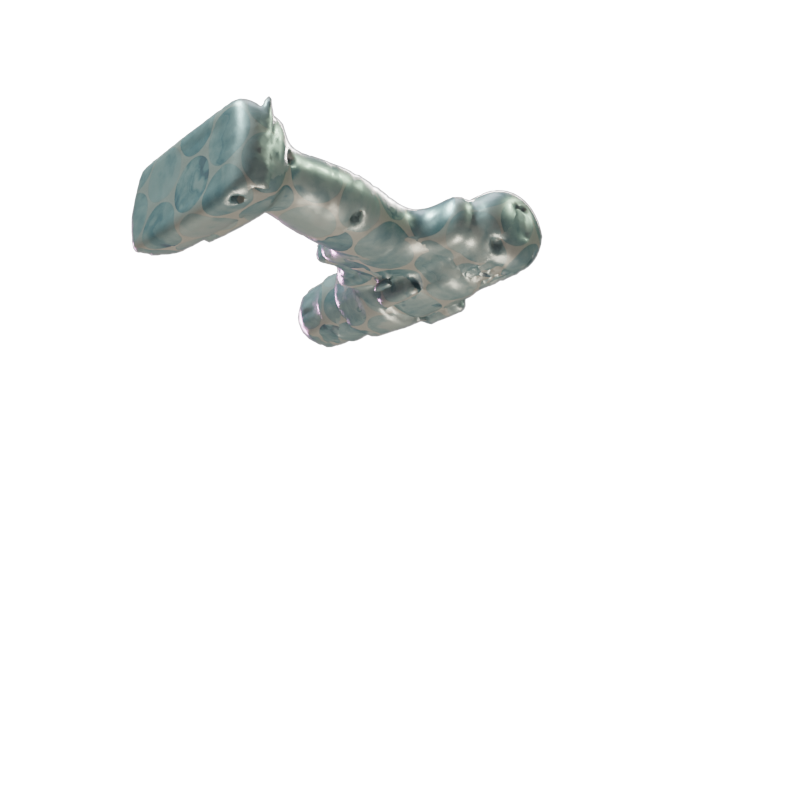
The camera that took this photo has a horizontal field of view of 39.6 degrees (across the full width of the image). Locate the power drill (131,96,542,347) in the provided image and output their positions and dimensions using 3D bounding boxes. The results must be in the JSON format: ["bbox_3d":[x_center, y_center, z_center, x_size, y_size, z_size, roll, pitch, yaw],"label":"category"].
[{"bbox_3d":[-0.047,-0.086,0.605,0.177,0.061,0.185,16,-27,-37],"label":"power drill"}]
